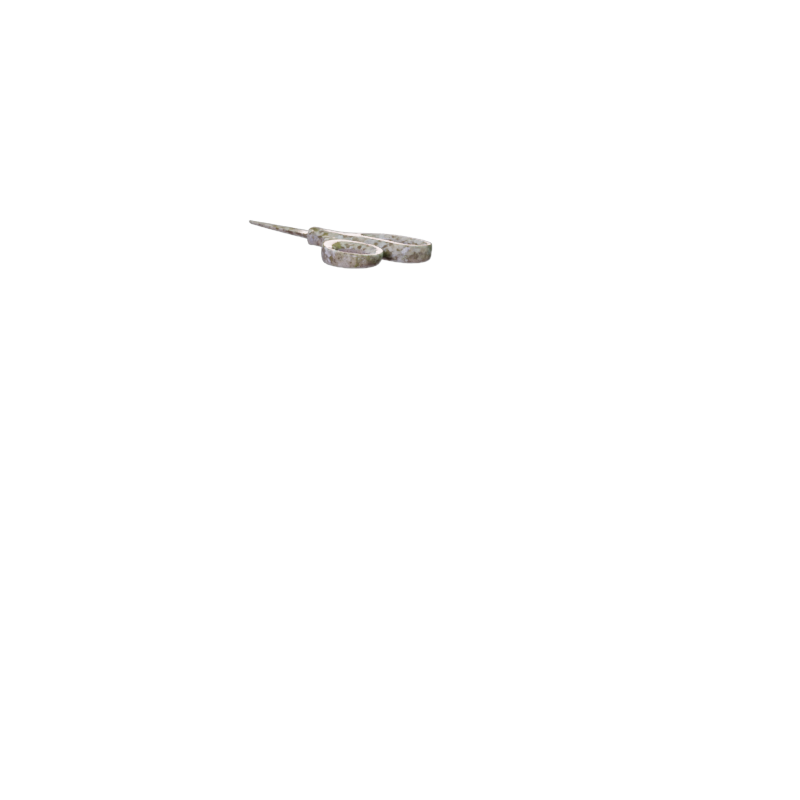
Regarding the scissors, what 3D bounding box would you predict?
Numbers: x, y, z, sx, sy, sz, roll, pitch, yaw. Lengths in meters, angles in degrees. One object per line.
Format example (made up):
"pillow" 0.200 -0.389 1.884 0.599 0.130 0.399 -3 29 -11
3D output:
"scissors" -0.072 -0.131 0.914 0.211 0.015 0.095 12 21 31
